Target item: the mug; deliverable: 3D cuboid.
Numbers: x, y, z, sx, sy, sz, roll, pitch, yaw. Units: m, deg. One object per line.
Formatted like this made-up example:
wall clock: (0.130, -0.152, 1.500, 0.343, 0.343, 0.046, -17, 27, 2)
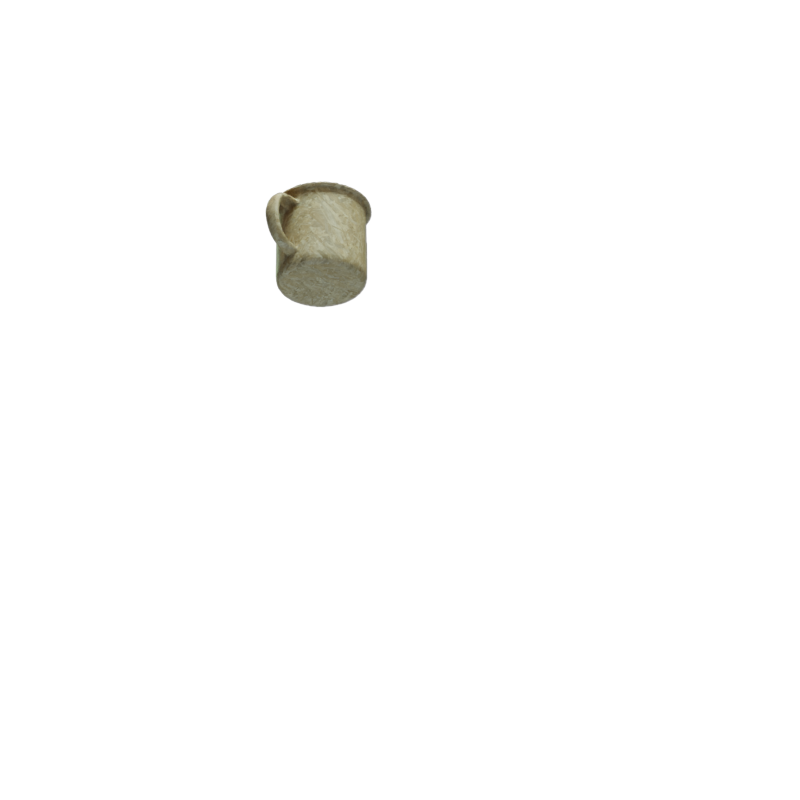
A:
mug: (-0.078, -0.142, 0.995, 0.094, 0.087, 0.109, -21, -36, 29)
